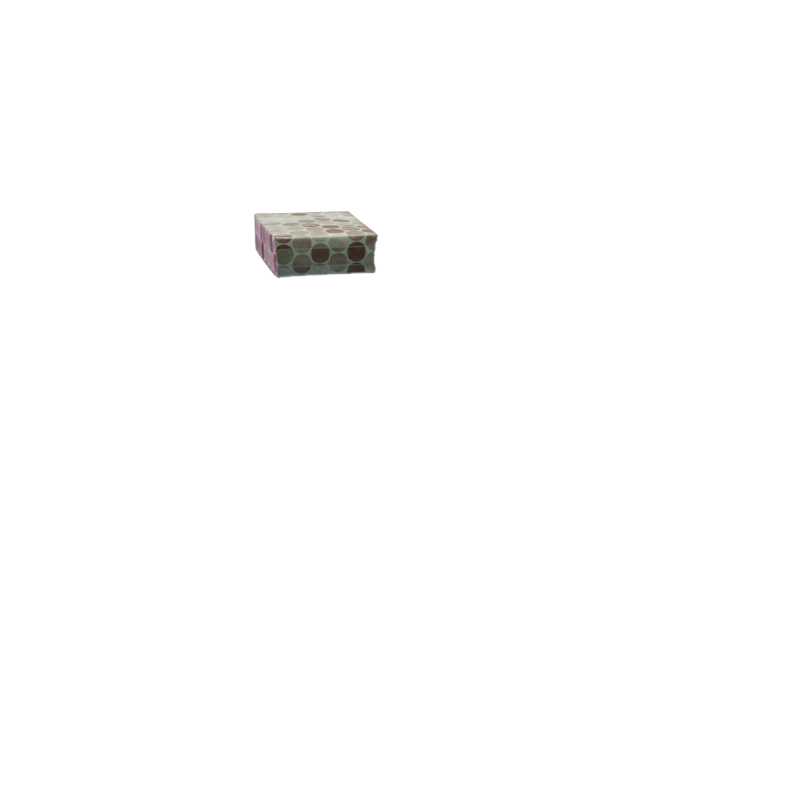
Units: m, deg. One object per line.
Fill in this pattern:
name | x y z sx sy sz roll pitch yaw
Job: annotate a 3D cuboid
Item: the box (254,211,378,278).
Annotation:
box | -0.076 -0.139 0.973 0.088 0.037 0.120 -5 21 -13
